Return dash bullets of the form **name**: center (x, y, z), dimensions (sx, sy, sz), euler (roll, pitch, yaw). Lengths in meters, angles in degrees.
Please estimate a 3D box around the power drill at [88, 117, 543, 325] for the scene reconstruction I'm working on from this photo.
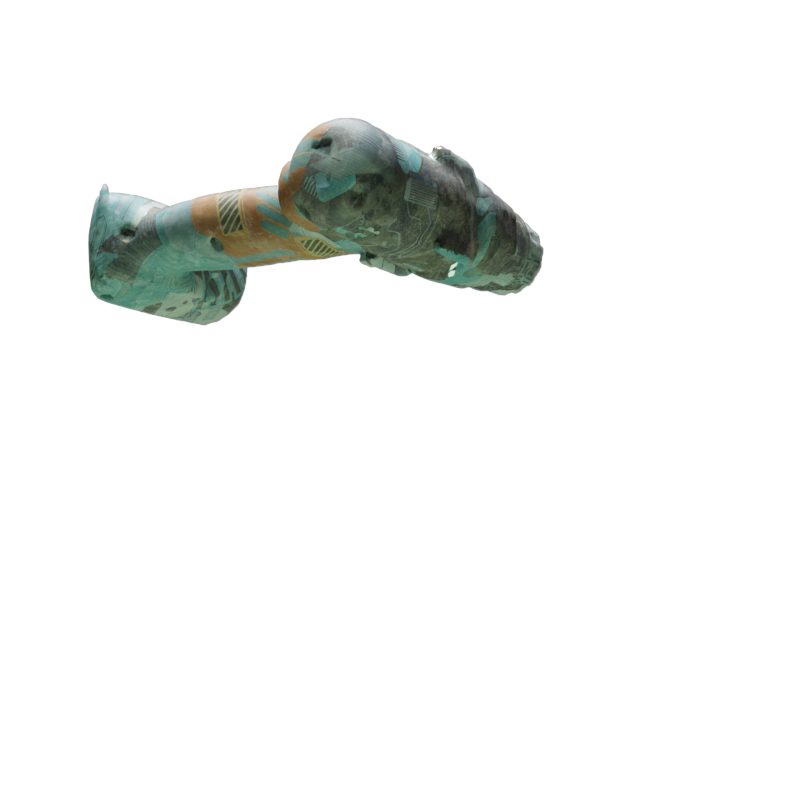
- **power drill**: center (-0.042, -0.077, 0.541), dimensions (0.192, 0.059, 0.174), euler (-7, -13, 32)
